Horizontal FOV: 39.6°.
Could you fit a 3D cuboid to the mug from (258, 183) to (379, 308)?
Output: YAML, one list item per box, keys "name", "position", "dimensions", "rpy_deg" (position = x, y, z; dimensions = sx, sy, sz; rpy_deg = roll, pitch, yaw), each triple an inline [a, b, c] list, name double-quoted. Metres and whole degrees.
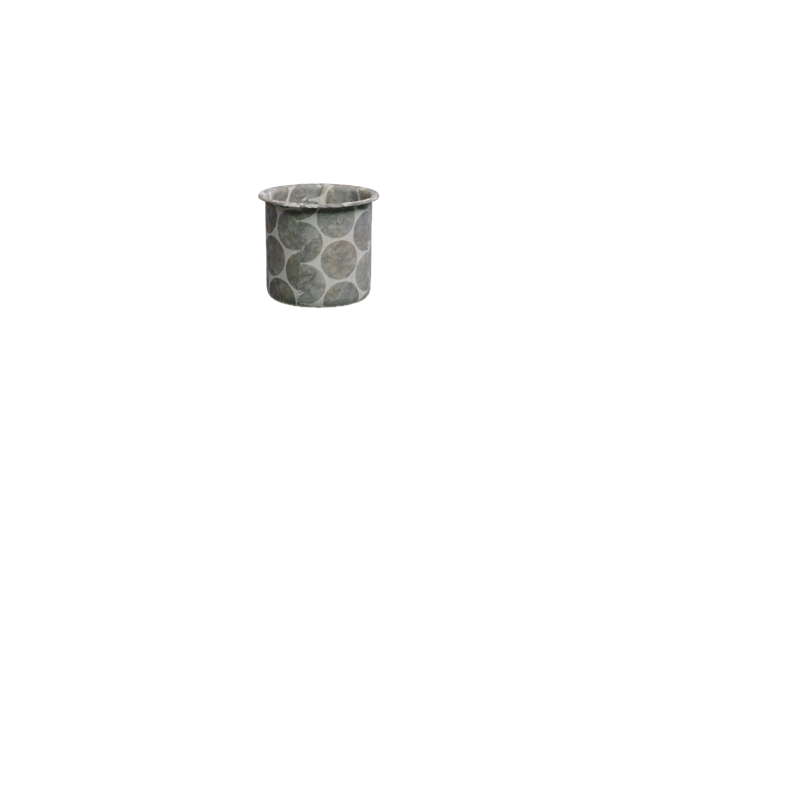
- name: "mug"
  position: [-0.068, -0.124, 0.868]
  dimensions: [0.091, 0.079, 0.124]
  rpy_deg: [-7, 19, -22]
